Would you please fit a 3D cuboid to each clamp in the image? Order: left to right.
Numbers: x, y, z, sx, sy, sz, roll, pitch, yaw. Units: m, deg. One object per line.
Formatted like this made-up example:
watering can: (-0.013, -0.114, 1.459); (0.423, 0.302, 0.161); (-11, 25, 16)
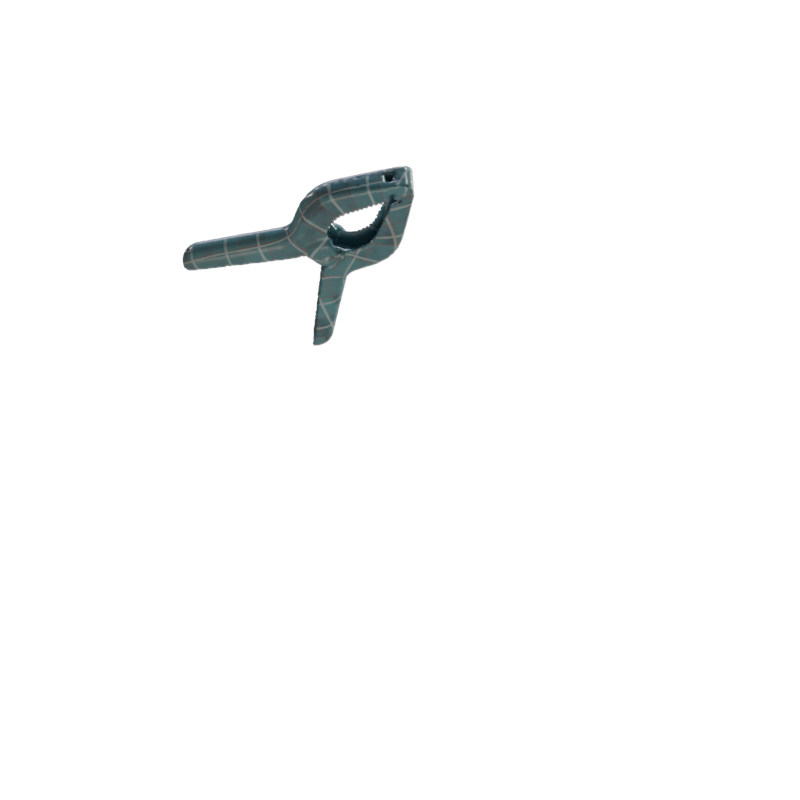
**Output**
clamp: (-0.074, -0.135, 0.946); (0.156, 0.039, 0.206); (26, -48, -27)
